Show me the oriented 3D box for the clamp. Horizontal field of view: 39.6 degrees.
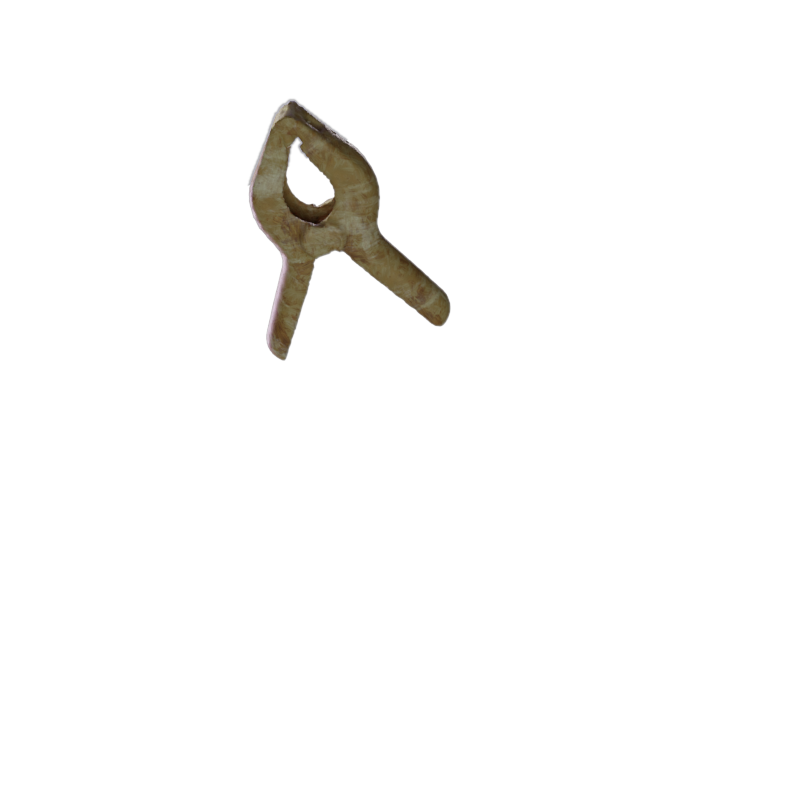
[{"bbox_3d":[-0.054,-0.098,0.687,0.120,0.162,0.041,-23,23,10],"label":"clamp"}]
